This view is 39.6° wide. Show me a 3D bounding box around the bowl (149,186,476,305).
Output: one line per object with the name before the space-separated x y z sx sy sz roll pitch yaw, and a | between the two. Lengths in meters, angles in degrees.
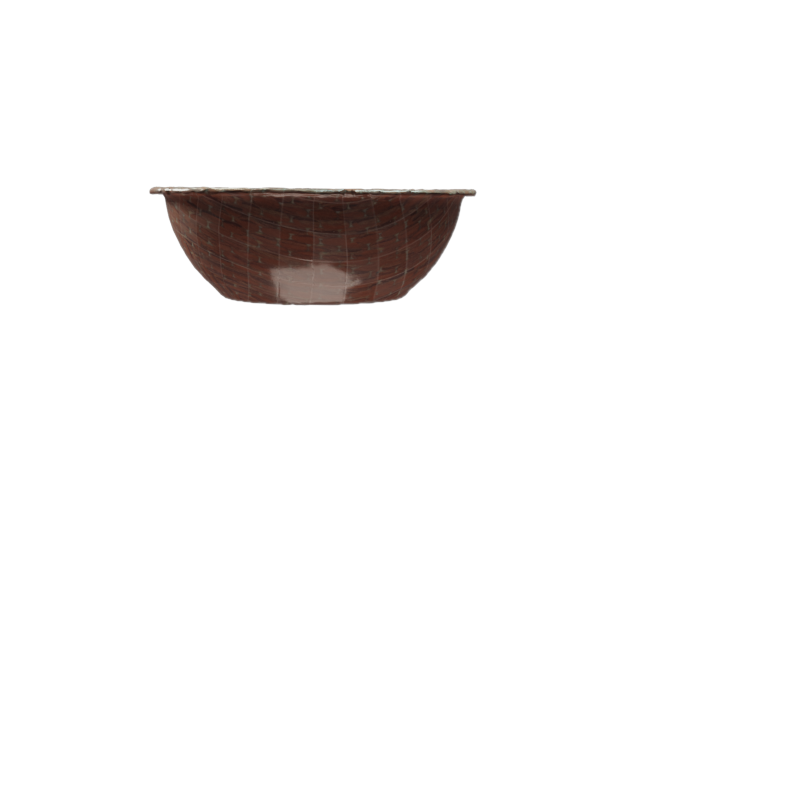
bowl | -0.043 -0.079 0.552 0.162 0.054 0.165 0 10 -2
